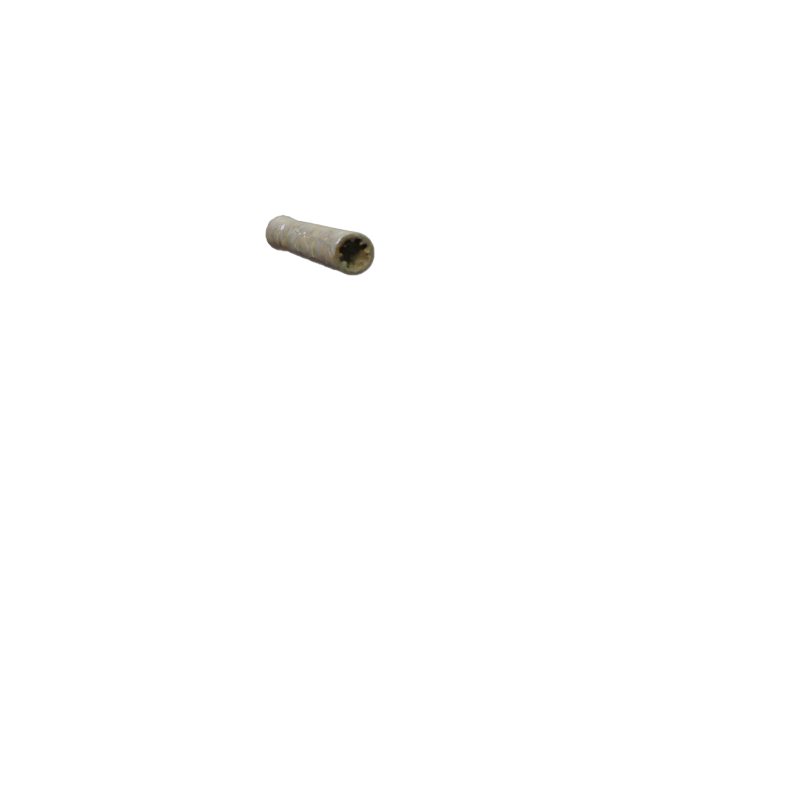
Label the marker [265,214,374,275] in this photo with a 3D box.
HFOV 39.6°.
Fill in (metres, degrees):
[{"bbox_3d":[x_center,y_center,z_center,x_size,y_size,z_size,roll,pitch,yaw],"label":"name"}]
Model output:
[{"bbox_3d":[-0.041,-0.076,0.529,0.019,0.019,0.126,-2,13,-21],"label":"marker"}]
